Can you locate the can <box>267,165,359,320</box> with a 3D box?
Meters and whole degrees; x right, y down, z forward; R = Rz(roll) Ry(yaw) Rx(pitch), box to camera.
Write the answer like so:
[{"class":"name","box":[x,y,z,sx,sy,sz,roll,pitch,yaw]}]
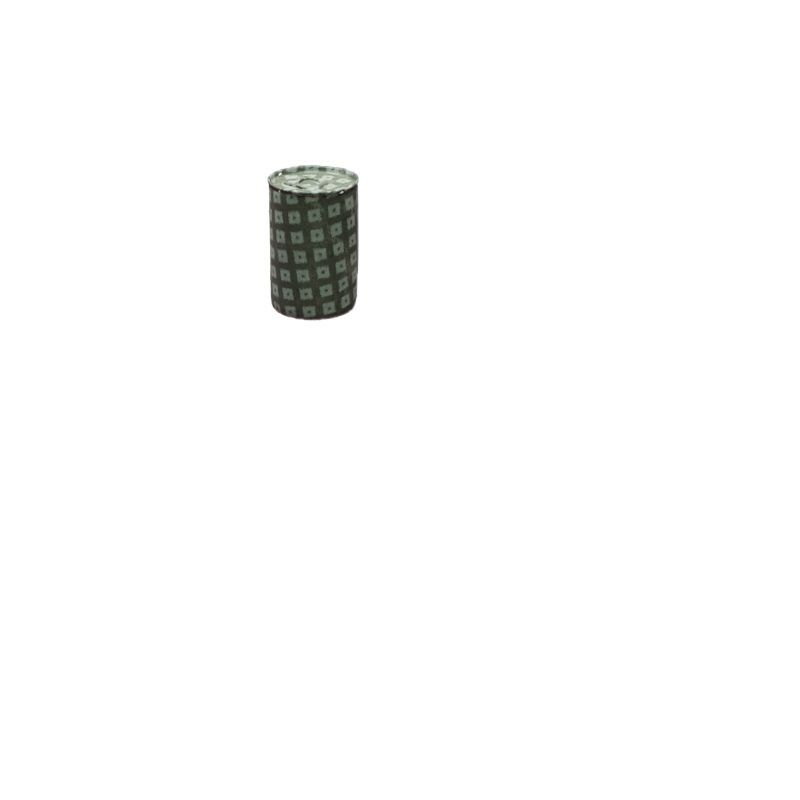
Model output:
[{"class":"can","box":[-0.066,-0.120,0.839,0.068,0.097,0.072,0,24,-2]}]
